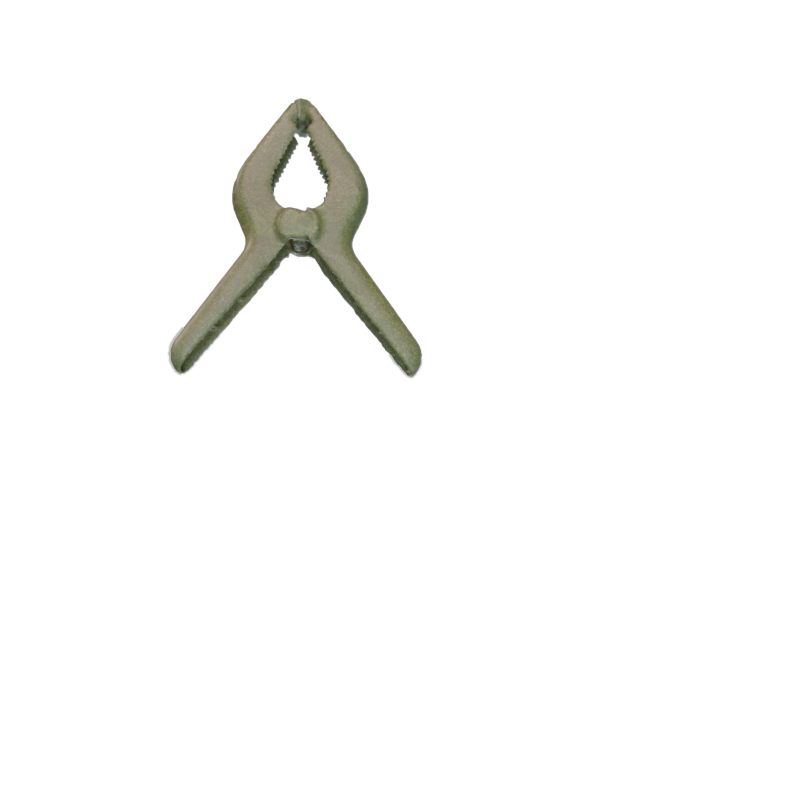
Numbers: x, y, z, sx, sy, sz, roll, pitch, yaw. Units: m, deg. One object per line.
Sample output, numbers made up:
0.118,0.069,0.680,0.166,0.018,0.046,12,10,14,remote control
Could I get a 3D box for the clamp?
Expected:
-0.060,-0.109,0.762,0.165,0.220,0.034,6,-23,2,clamp
